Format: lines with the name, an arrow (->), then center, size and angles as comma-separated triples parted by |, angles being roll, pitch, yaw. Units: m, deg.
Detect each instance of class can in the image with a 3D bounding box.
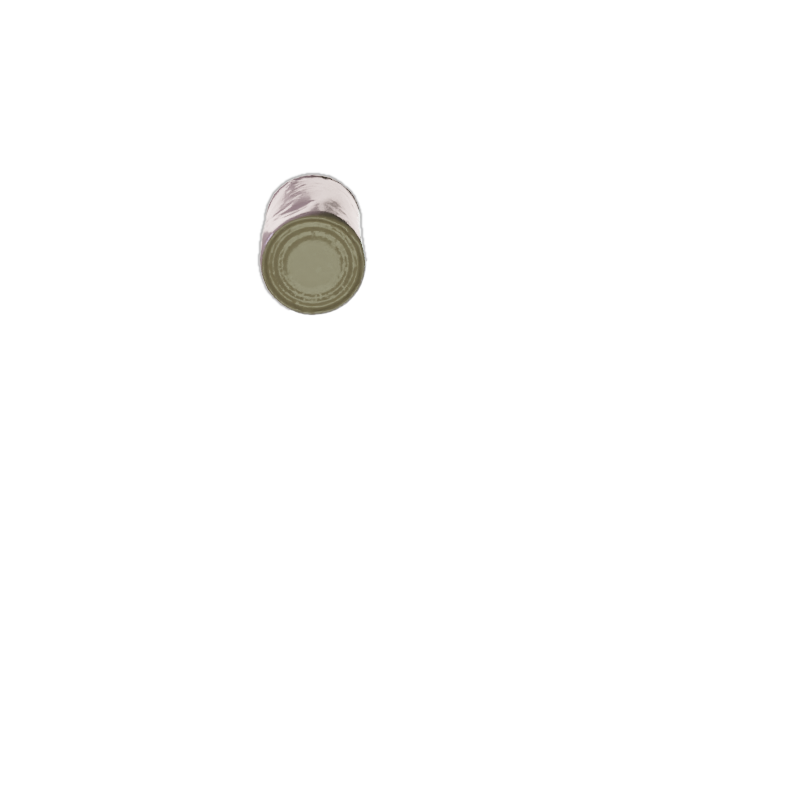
can -> -0.057, -0.105, 0.732 | 0.068, 0.065, 0.107 | 0, 22, -3
